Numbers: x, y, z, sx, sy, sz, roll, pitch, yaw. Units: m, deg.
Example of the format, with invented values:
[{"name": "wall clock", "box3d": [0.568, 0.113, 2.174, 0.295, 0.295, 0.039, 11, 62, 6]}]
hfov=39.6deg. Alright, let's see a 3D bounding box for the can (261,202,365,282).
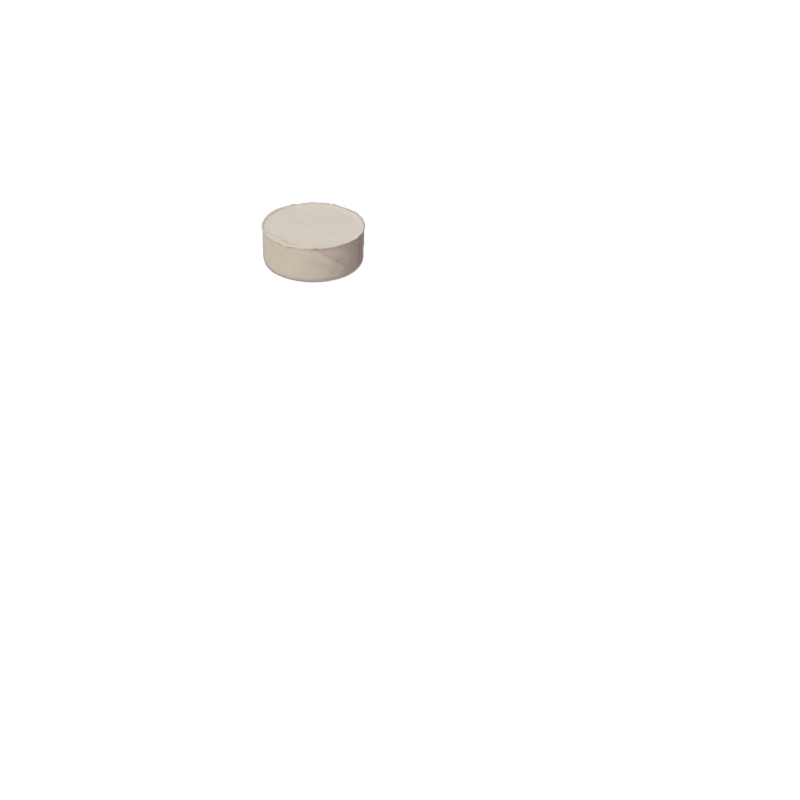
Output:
[{"name": "can", "box3d": [-0.072, -0.132, 0.924, 0.086, 0.032, 0.091, -1, 33, -2]}]
